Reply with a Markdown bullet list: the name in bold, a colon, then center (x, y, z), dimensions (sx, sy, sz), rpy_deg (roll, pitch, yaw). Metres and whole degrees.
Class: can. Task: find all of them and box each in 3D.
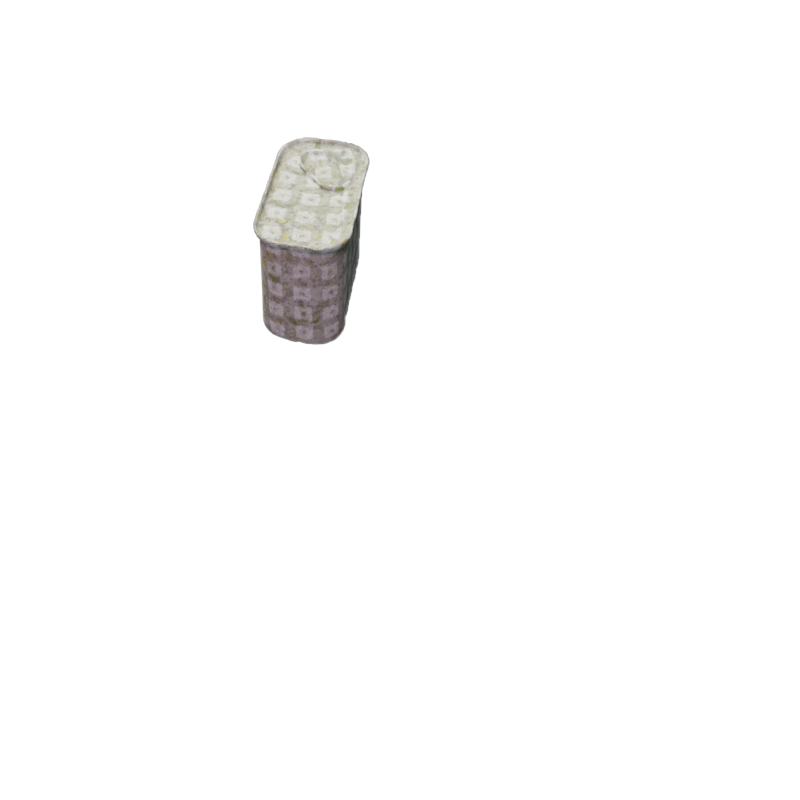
- **can**: center (-0.054, -0.098, 0.684), dimensions (0.058, 0.108, 0.078), rpy_deg (7, -43, 4)
